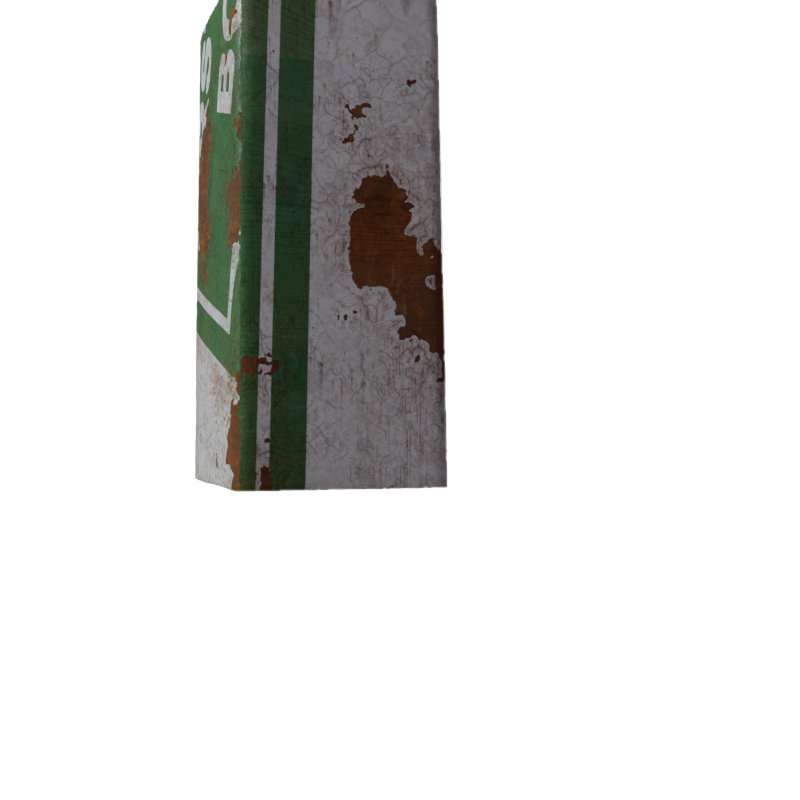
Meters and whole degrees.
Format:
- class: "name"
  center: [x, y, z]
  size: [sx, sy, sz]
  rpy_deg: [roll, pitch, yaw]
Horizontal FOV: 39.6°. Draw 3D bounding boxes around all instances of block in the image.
- class: "block"
  center: [-0.038, -0.069, 0.483]
  size: [0.089, 0.210, 0.091]
  rpy_deg: [2, -8, -18]
